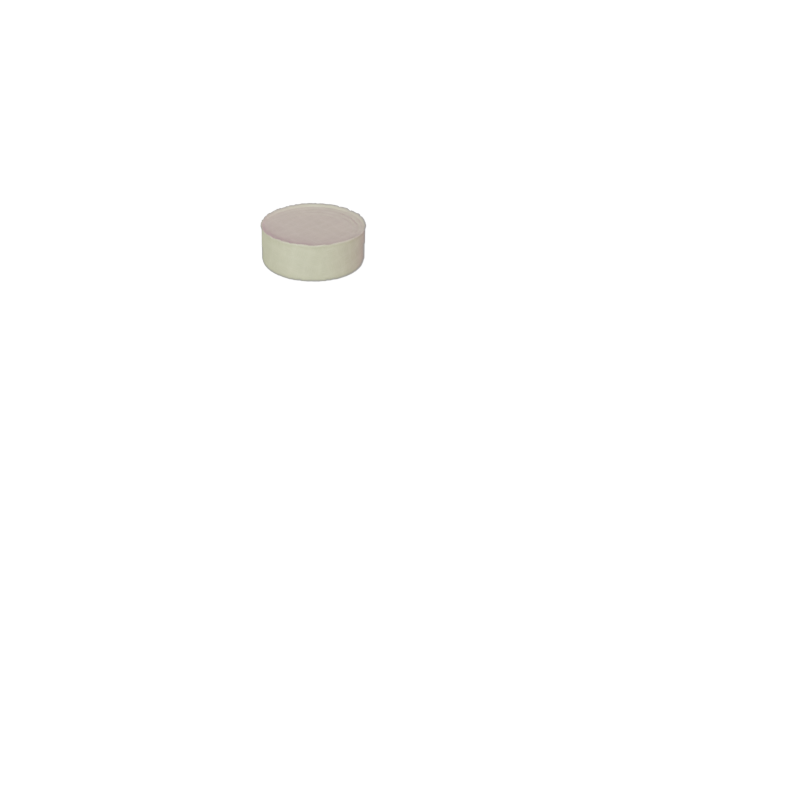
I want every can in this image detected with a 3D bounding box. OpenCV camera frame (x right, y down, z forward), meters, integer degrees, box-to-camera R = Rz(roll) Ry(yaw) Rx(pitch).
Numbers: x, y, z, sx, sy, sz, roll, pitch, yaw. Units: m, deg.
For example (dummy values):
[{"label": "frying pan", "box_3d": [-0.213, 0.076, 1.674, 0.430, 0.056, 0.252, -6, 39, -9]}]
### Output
[{"label": "can", "box_3d": [-0.071, -0.129, 0.907, 0.086, 0.032, 0.091, -1, 30, -2]}]
